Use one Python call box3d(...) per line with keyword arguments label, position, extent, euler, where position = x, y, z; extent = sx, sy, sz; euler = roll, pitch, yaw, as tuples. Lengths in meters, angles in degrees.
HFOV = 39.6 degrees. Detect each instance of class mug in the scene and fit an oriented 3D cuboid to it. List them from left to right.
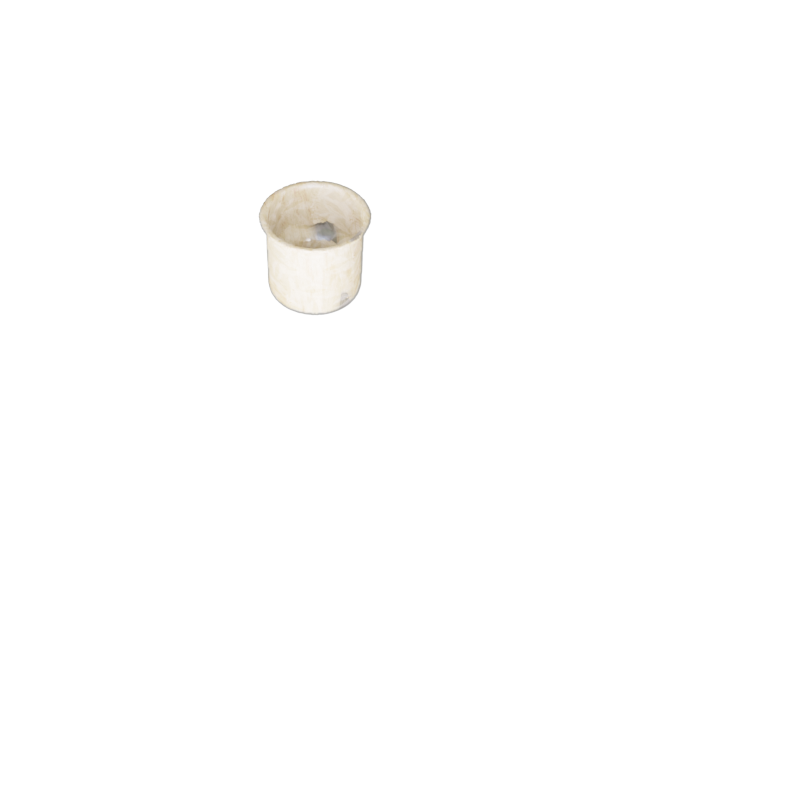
box3d(label="mug", position=(-0.075, -0.136, 0.954), extent=(0.092, 0.076, 0.126), euler=(-6, 46, -7))
